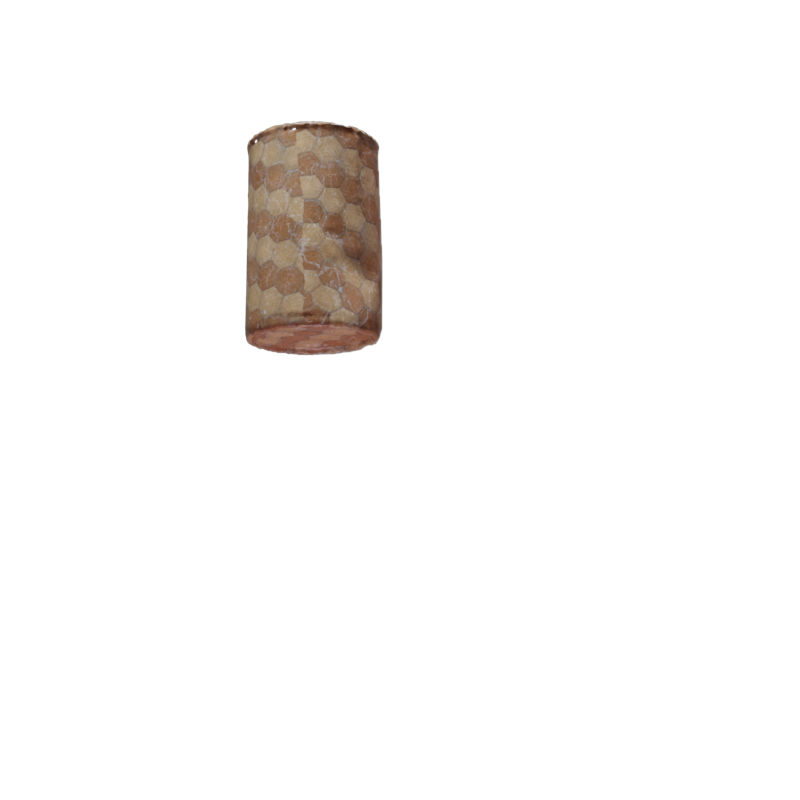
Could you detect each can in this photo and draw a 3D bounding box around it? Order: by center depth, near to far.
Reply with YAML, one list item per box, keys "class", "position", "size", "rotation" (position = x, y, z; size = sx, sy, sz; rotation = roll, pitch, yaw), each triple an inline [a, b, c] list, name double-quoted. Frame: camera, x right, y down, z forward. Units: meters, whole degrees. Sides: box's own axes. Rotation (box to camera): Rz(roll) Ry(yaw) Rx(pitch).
- class: "can"
  position: [-0.043, -0.079, 0.554]
  size: [0.068, 0.106, 0.066]
  rotation: [0, -15, -2]
